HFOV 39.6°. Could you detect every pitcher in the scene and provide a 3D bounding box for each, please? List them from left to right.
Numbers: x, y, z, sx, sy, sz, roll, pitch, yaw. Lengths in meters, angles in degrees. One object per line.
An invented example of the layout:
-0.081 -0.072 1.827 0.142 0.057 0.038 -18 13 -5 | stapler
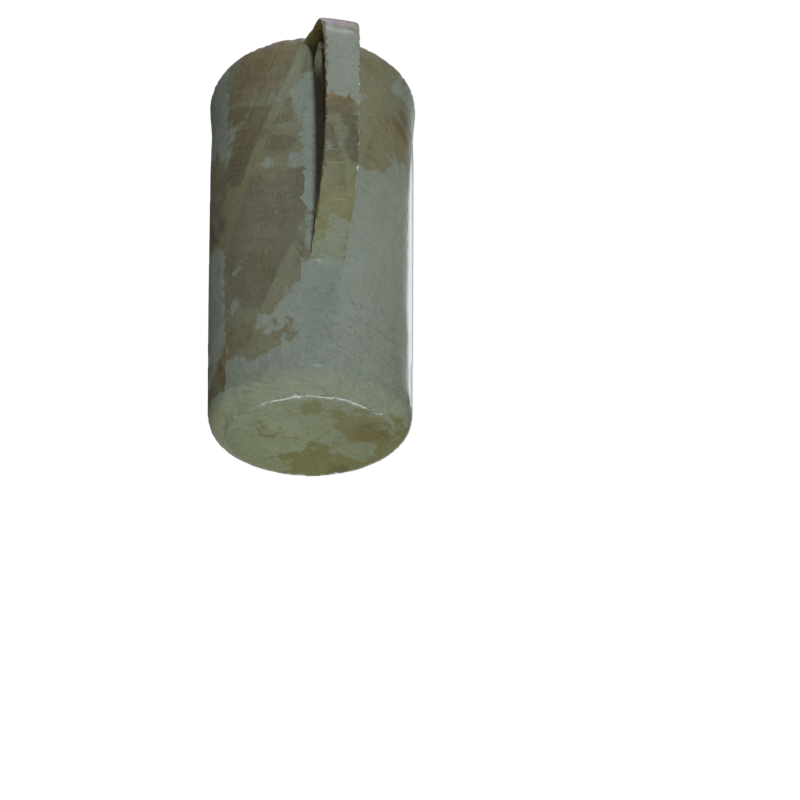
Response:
-0.050 -0.092 0.642 0.146 0.260 0.138 -22 -39 25 | pitcher
